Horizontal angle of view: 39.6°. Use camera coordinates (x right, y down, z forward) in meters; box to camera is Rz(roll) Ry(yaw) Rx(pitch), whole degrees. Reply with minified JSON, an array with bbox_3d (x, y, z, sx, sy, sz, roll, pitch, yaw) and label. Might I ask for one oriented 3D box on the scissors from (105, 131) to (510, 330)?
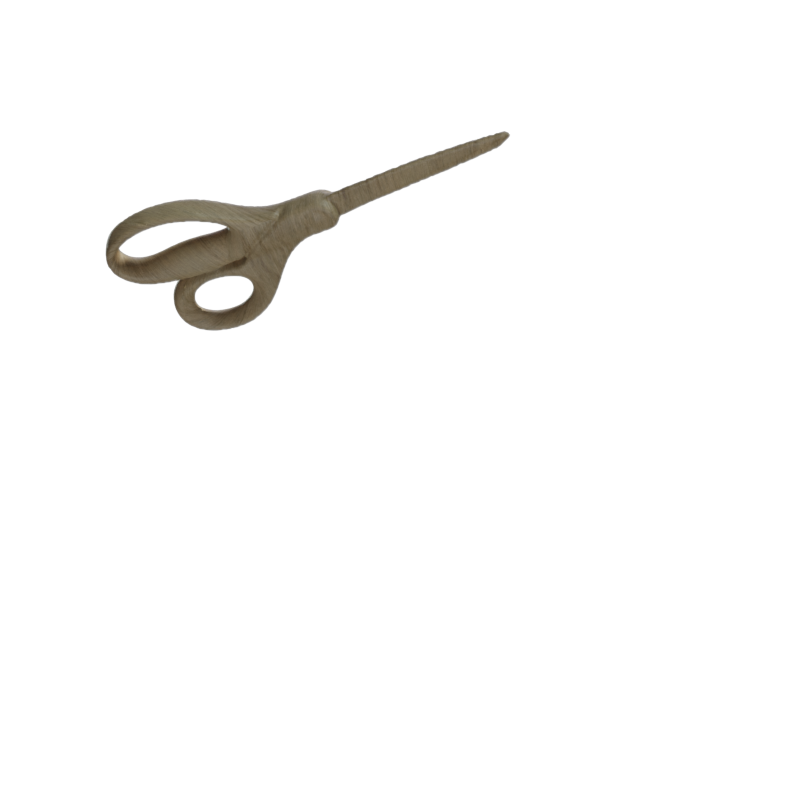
[{"bbox_3d":[-0.042,-0.077,0.538,0.203,0.017,0.089,-8,-39,10],"label":"scissors"}]
